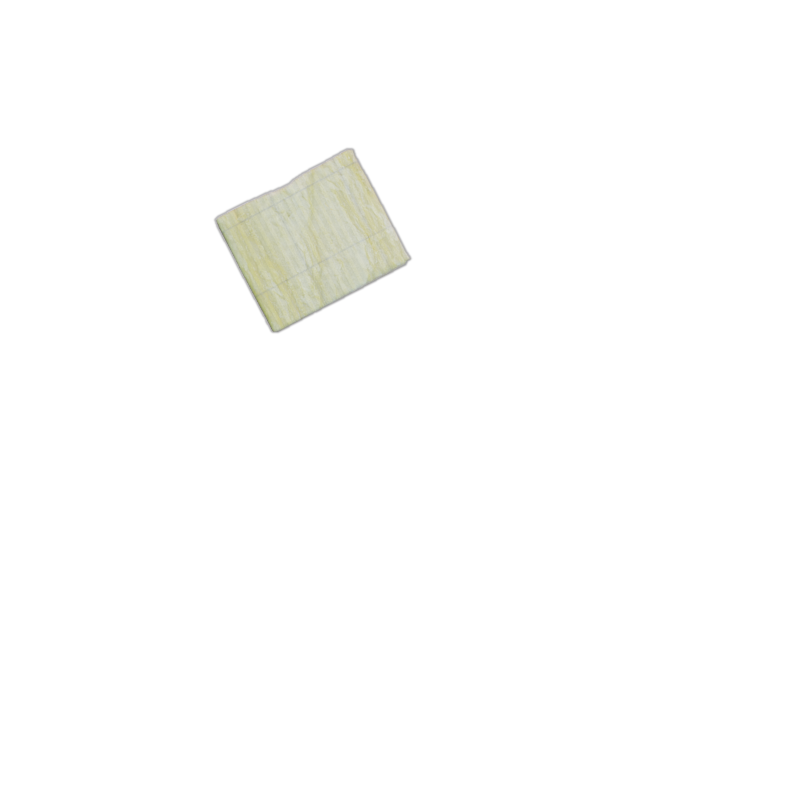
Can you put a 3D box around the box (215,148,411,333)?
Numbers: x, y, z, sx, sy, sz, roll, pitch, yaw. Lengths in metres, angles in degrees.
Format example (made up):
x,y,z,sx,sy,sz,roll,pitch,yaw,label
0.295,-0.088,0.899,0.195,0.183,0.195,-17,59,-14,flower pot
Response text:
x,y,z,sx,sy,sz,roll,pitch,yaw,label
-0.049,-0.090,0.631,0.089,0.074,0.030,-28,-4,-3,box
